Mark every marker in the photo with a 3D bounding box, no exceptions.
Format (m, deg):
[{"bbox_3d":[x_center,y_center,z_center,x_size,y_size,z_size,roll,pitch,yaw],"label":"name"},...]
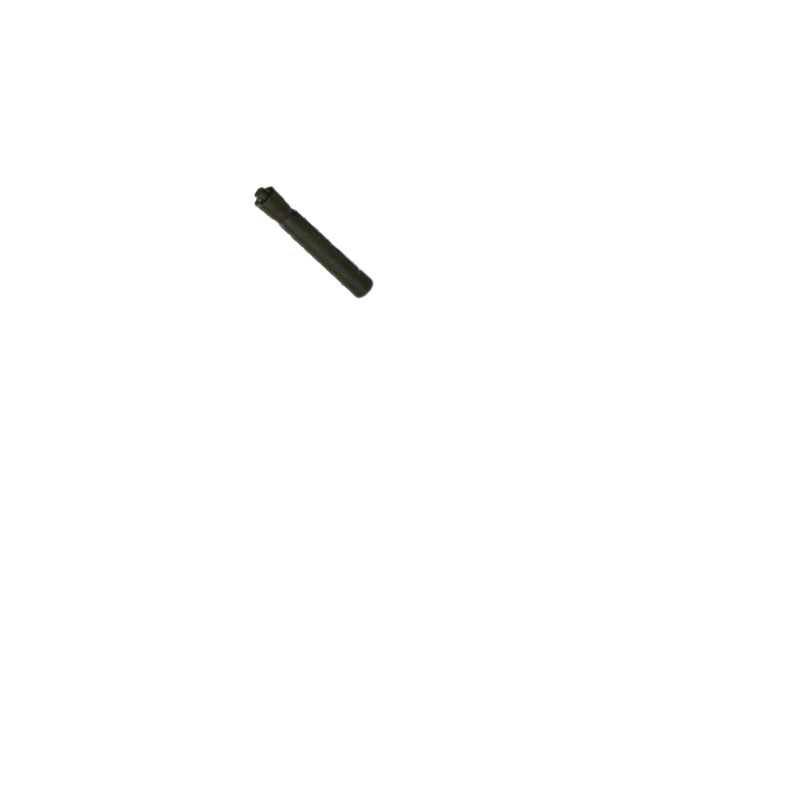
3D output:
[{"bbox_3d":[-0.065,-0.118,0.826,0.113,0.020,0.020,41,-21,-29],"label":"marker"}]
